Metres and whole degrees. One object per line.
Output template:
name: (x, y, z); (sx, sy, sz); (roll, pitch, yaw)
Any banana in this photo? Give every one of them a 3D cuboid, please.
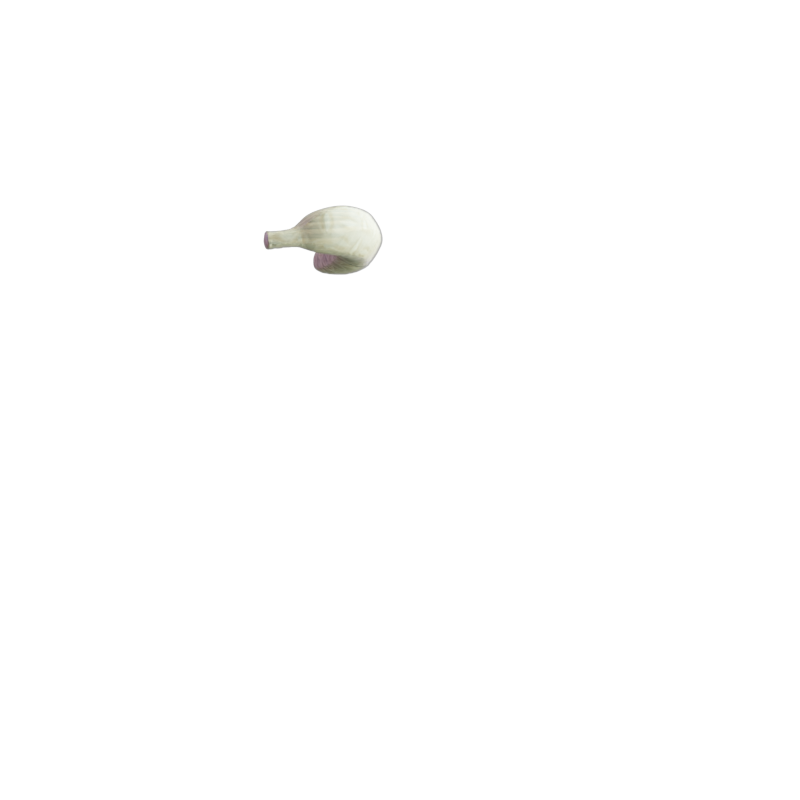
banana: (-0.047, -0.118, 0.818); (0.070, 0.037, 0.193); (0, 0, 7)
